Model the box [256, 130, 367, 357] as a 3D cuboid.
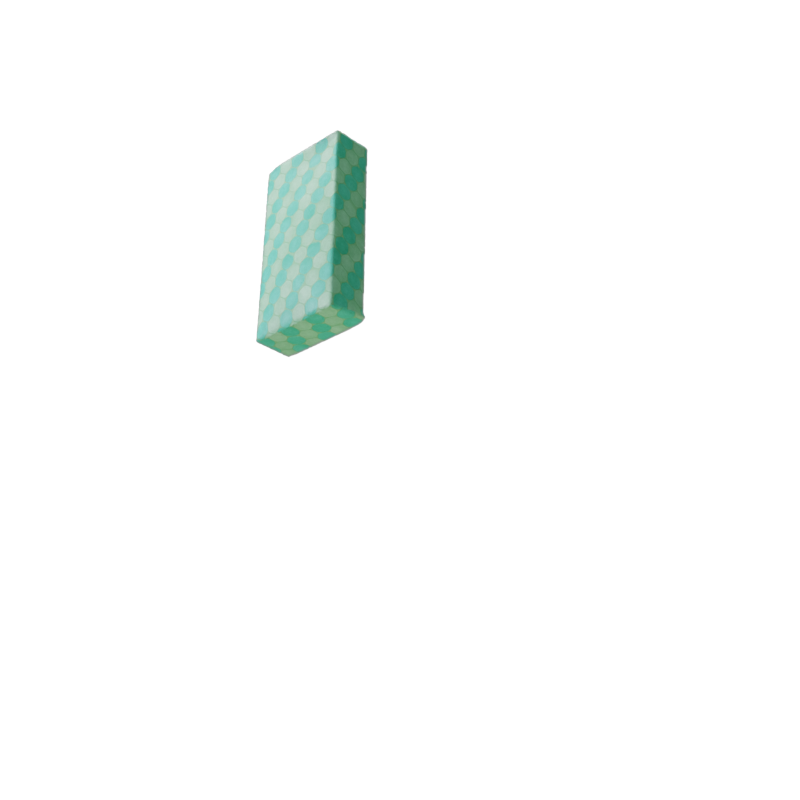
[{"bbox_3d":[-0.074,-0.135,0.944,0.093,0.188,0.045,-26,-37,36],"label":"box"}]
